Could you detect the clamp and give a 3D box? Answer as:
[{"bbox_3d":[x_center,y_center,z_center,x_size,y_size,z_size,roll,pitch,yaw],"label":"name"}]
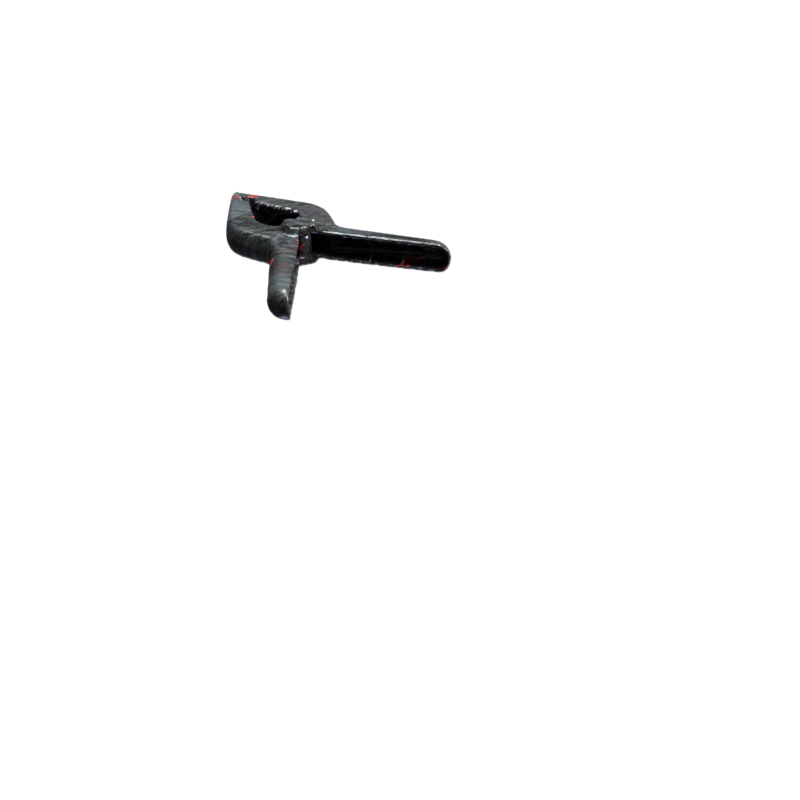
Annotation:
[{"bbox_3d":[-0.072,-0.131,0.916,0.162,0.034,0.226,-15,32,-25],"label":"clamp"}]
